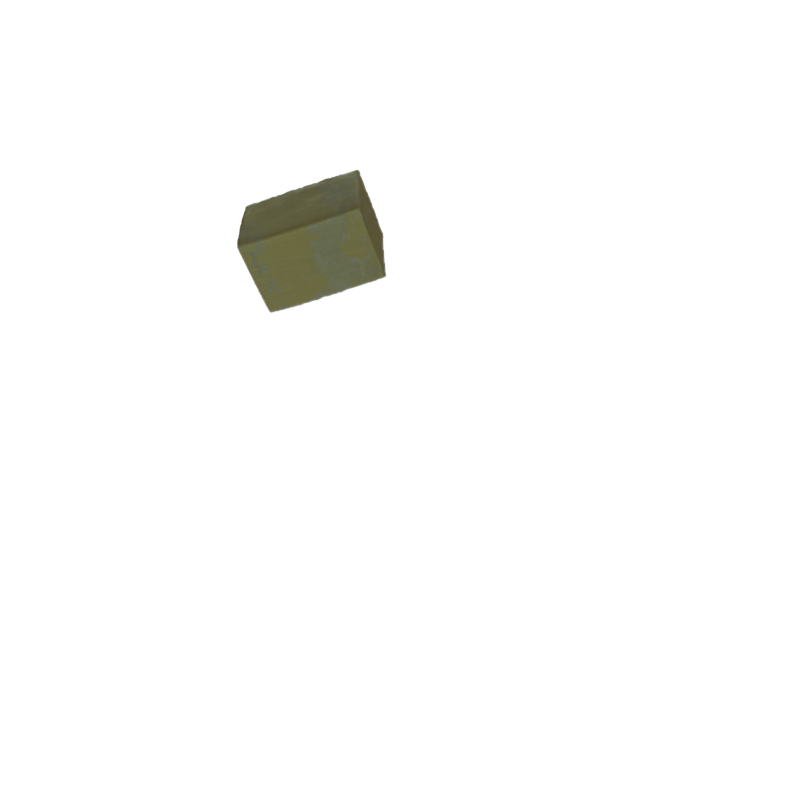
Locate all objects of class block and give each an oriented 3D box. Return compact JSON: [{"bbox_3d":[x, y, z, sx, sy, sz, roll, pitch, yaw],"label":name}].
[{"bbox_3d":[-0.053,-0.097,0.677,0.078,0.049,0.055,-16,33,9],"label":"block"}]
